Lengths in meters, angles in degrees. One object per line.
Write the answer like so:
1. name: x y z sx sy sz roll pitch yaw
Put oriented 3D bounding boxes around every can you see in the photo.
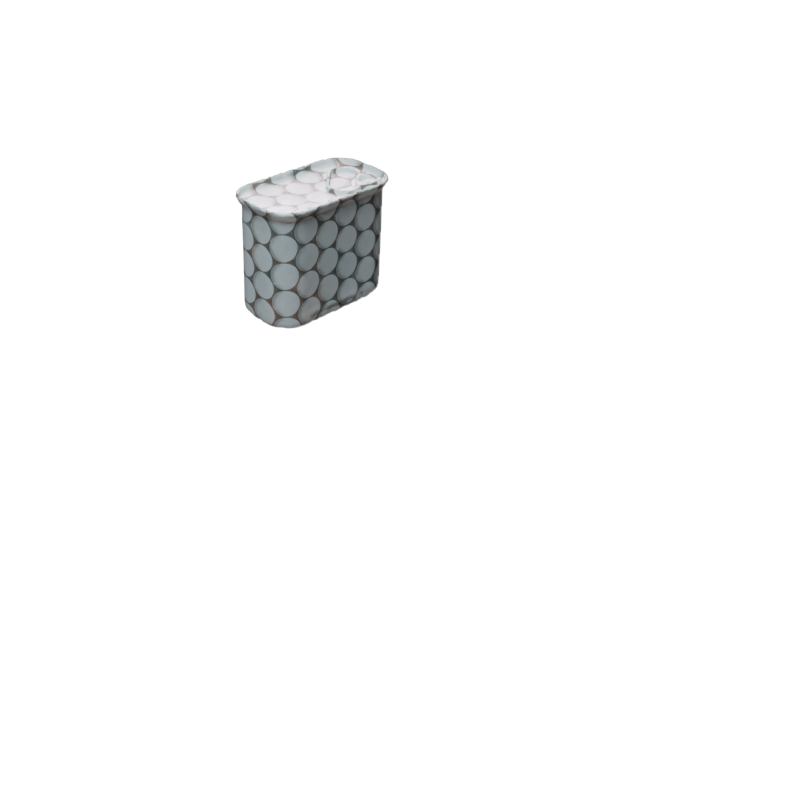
1. can: -0.057 -0.105 0.734 0.061 0.079 0.101 27 39 38
